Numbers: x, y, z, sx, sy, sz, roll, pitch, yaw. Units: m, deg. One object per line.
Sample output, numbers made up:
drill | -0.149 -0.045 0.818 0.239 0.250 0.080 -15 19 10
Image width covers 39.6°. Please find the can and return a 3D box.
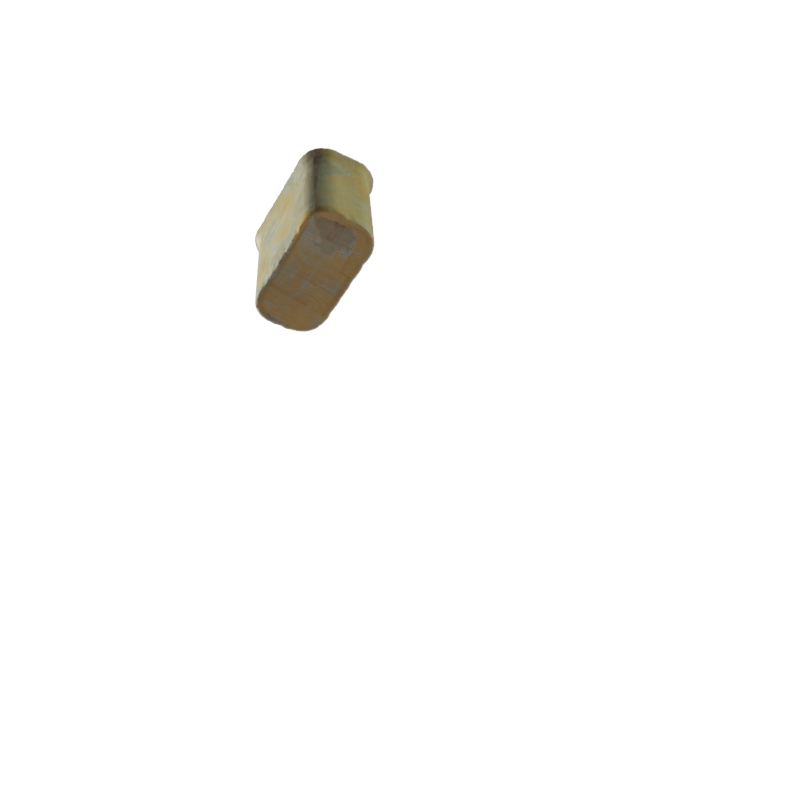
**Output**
can | -0.060 -0.109 0.762 0.055 0.099 0.090 24 31 -19
